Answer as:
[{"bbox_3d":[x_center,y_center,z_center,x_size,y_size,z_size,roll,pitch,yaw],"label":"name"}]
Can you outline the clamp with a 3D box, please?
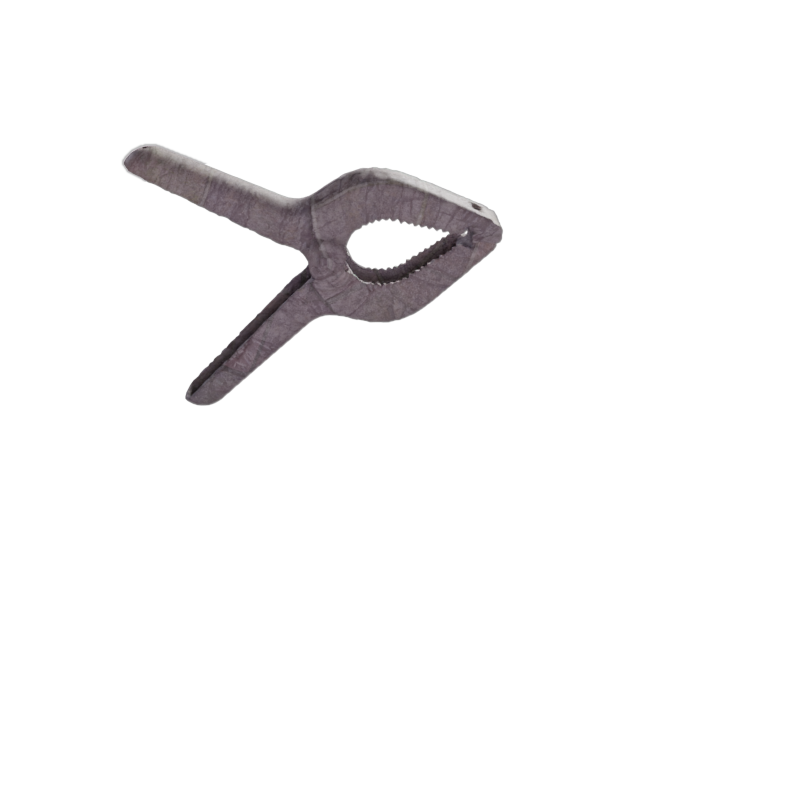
[{"bbox_3d":[-0.050,-0.091,0.637,0.211,0.155,0.038,-15,24,7],"label":"clamp"}]
